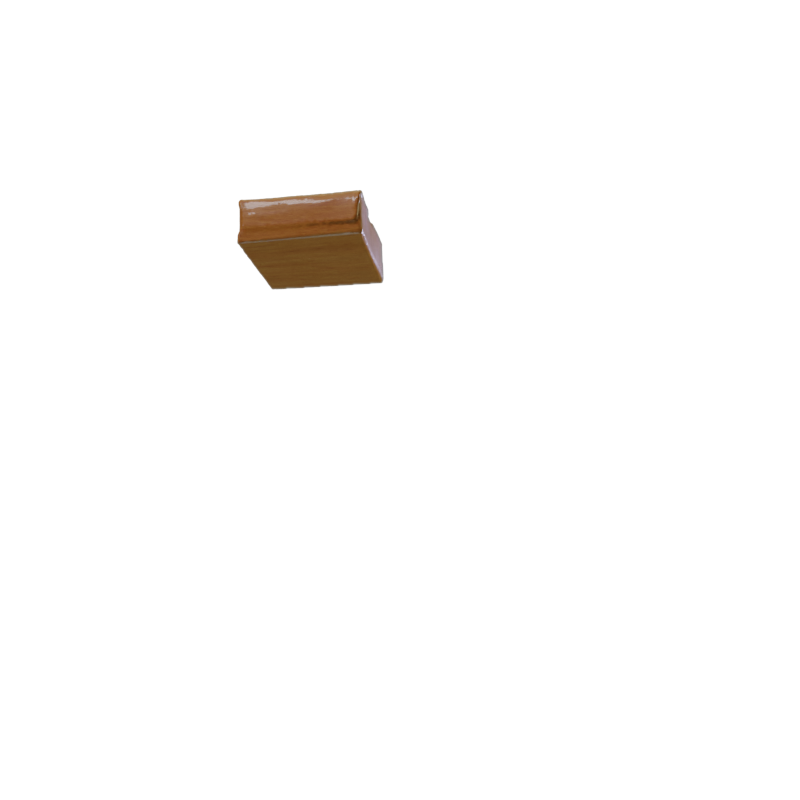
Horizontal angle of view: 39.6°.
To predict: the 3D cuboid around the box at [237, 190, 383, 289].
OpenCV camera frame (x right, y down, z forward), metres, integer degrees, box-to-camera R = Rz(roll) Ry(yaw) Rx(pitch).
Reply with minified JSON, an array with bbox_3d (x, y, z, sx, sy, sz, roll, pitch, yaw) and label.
[{"bbox_3d":[-0.052,-0.096,0.669,0.074,0.031,0.084,-3,-16,9],"label":"box"}]
